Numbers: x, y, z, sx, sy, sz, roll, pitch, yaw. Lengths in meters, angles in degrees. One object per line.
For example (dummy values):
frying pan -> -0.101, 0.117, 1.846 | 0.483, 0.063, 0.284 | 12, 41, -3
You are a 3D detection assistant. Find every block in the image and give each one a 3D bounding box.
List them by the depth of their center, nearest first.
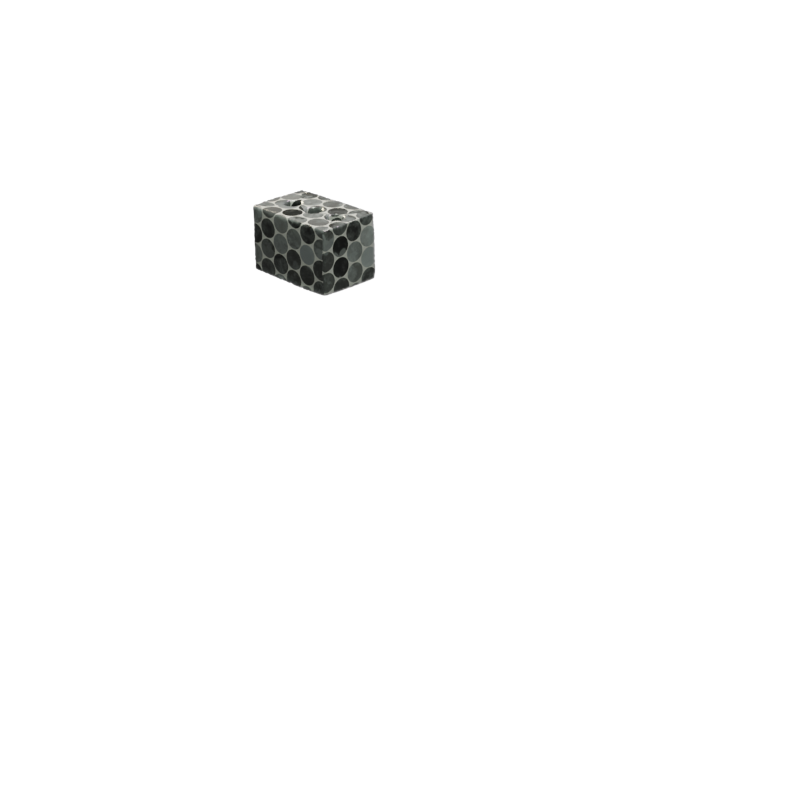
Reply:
block -> -0.064, -0.116, 0.815 | 0.083, 0.049, 0.052 | 23, 33, 38
